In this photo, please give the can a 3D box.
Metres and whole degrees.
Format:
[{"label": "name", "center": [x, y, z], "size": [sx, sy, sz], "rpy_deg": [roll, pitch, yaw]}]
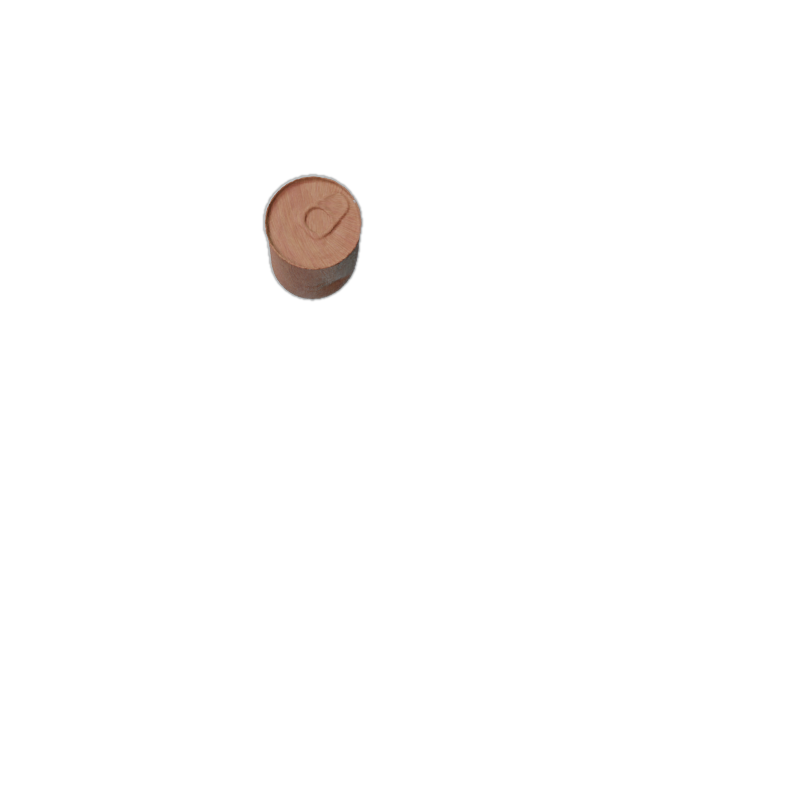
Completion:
[{"label": "can", "center": [-0.064, -0.116, 0.813], "size": [0.068, 0.071, 0.099], "rpy_deg": [0, -10, -3]}]
